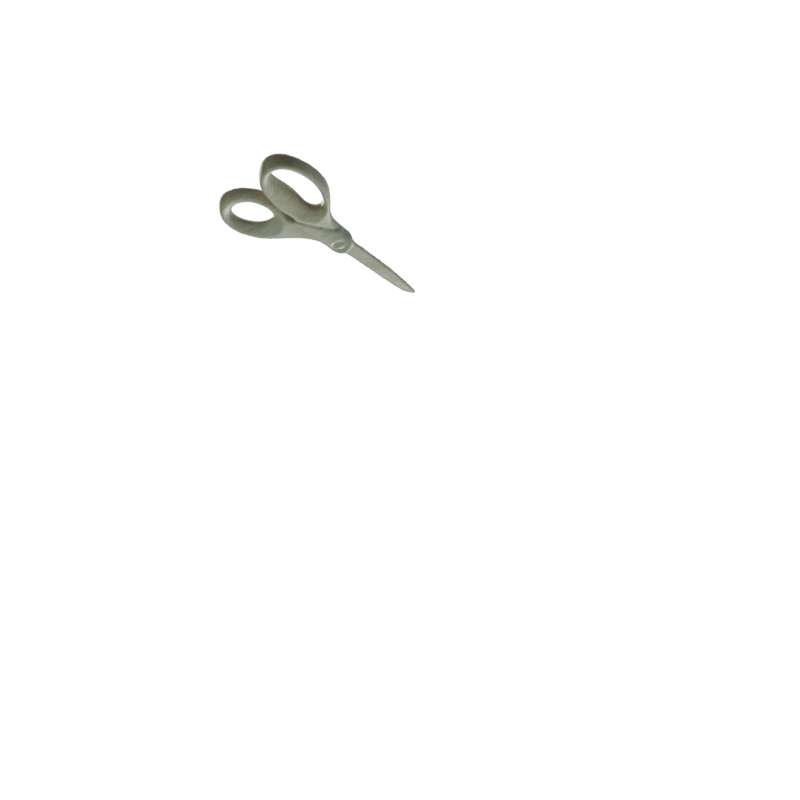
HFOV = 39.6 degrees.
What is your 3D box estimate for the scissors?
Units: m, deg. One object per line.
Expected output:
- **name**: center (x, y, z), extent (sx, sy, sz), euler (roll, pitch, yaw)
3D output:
- **scissors**: center (-0.069, -0.126, 0.885), extent (0.097, 0.017, 0.186), euler (-13, -35, 20)
